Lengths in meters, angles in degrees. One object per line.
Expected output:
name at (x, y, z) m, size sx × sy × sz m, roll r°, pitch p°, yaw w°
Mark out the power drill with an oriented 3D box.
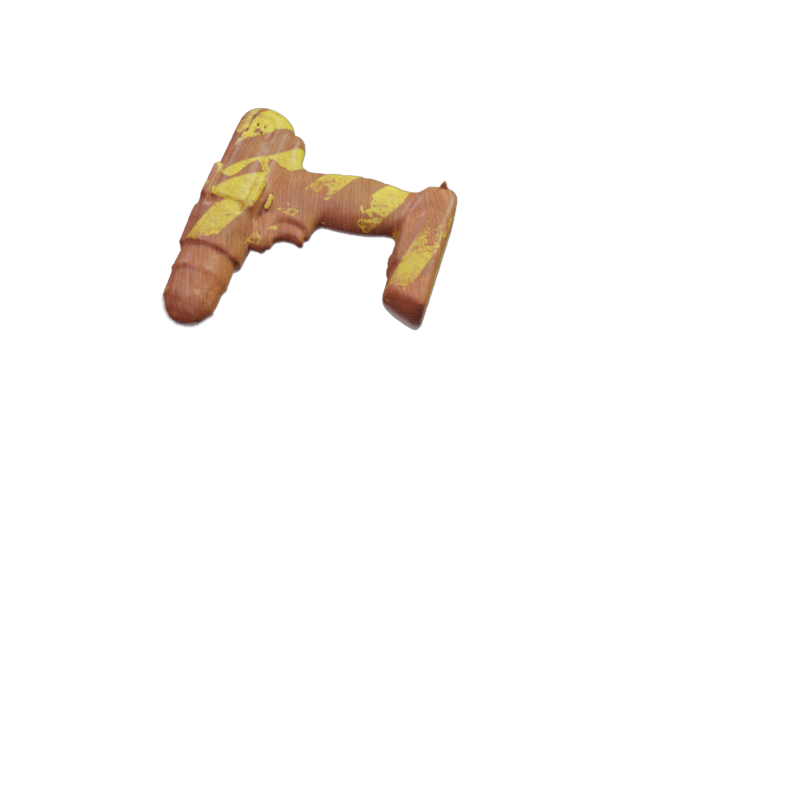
power drill at (-0.064, -0.116, 0.813) m, size 0.191 × 0.191 × 0.054 m, roll 18°, pitch -23°, yaw 7°
